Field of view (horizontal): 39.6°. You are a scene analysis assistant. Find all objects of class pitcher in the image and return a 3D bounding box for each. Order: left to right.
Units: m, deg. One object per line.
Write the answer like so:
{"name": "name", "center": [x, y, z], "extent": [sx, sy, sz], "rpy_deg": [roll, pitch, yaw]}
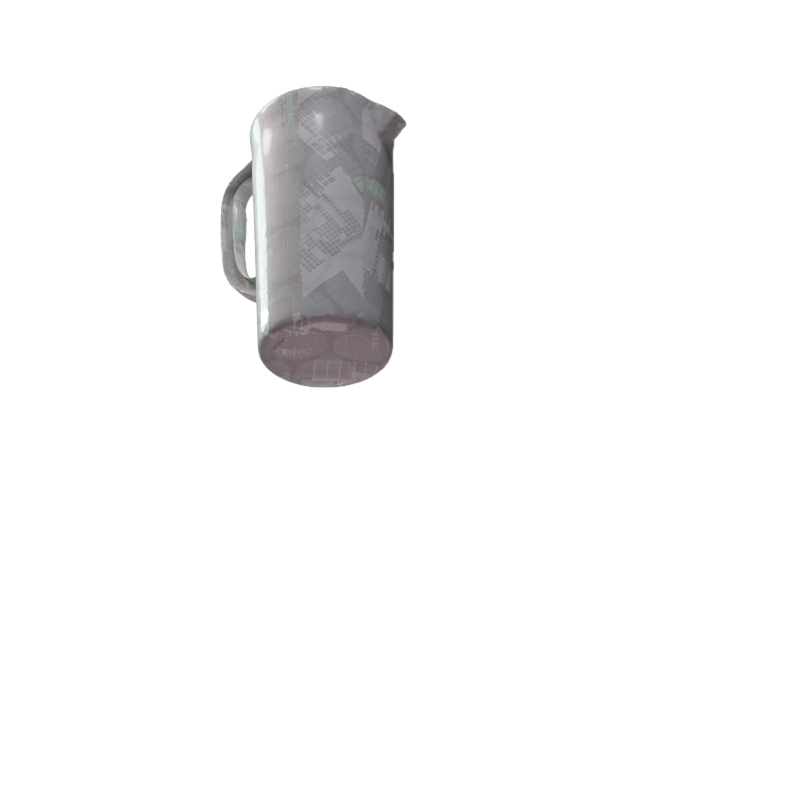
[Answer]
{"name": "pitcher", "center": [-0.074, -0.136, 0.949], "extent": [0.142, 0.260, 0.142], "rpy_deg": [7, -35, -14]}
